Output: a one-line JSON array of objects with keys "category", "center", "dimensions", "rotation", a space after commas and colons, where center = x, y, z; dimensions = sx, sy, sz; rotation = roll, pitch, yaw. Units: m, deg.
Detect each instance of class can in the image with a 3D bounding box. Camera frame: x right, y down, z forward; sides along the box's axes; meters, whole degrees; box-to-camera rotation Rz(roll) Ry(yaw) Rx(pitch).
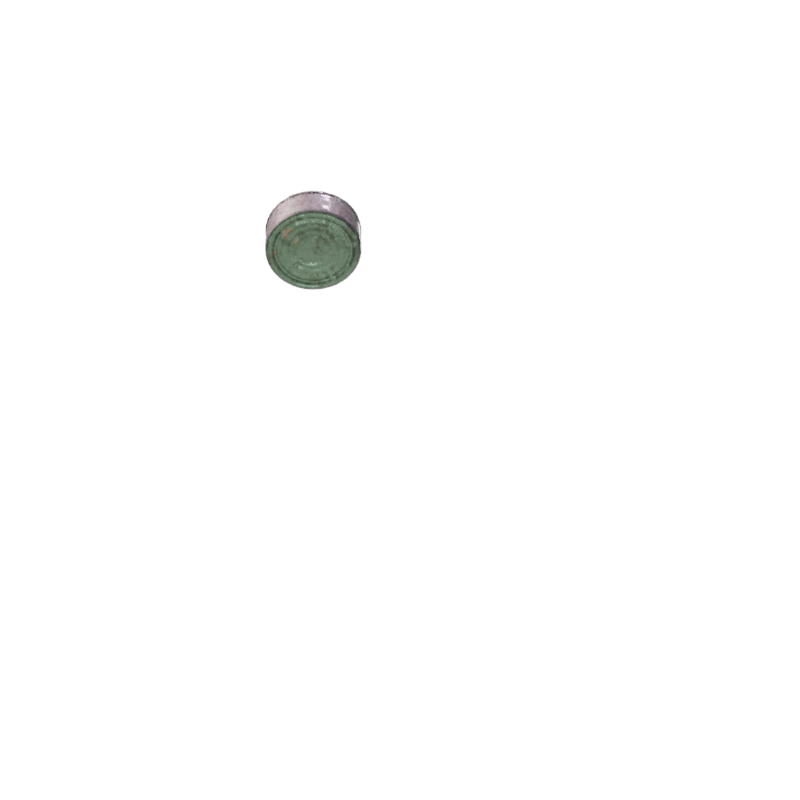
[{"category": "can", "center": [-0.077, -0.140, 0.978], "dimensions": [0.086, 0.080, 0.036], "rotation": [1, 38, -1]}]
